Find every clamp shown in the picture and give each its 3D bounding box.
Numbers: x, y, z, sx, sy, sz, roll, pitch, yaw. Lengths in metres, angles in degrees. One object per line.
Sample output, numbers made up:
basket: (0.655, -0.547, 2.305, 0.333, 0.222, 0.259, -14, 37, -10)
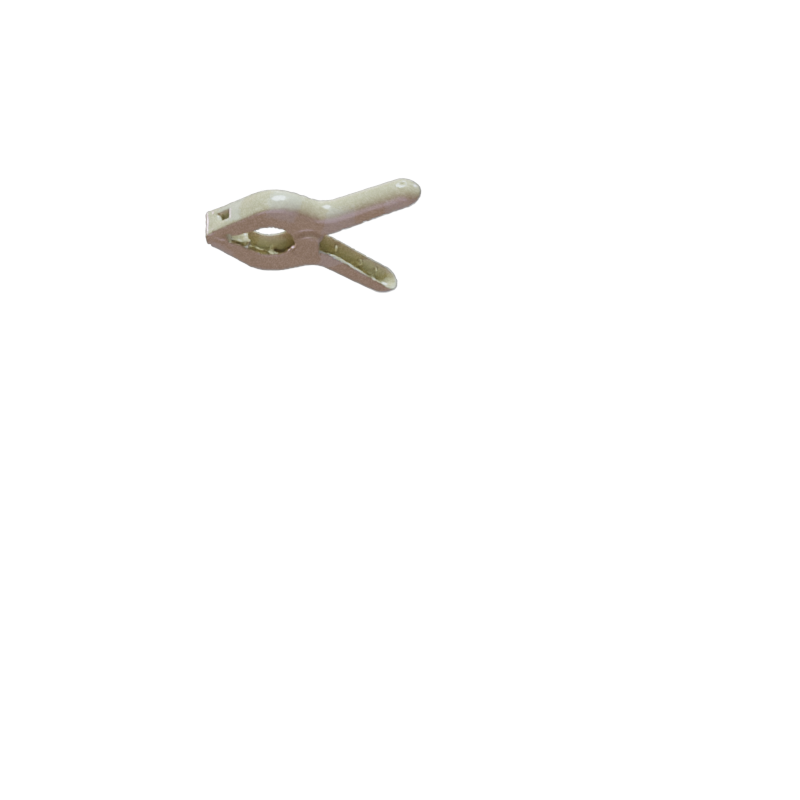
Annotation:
clamp: (-0.070, -0.129, 0.900, 0.171, 0.112, 0.042, -1, 43, 0)
